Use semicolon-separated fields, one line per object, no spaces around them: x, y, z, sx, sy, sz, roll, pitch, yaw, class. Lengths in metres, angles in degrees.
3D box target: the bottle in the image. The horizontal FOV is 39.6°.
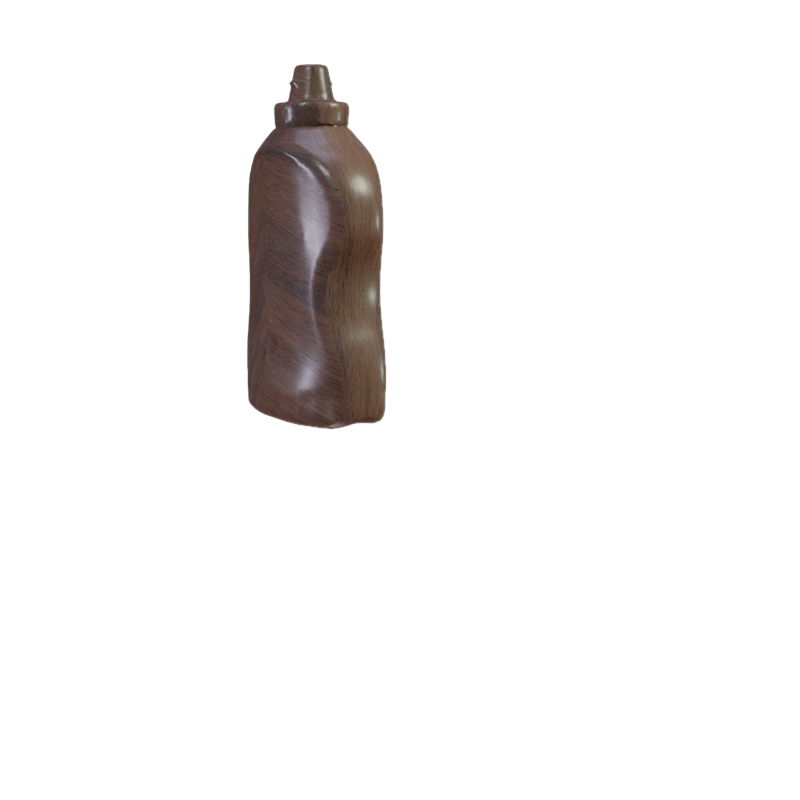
-0.048;-0.087;0.607;0.056;0.190;0.100;-2;5;-34;bottle
